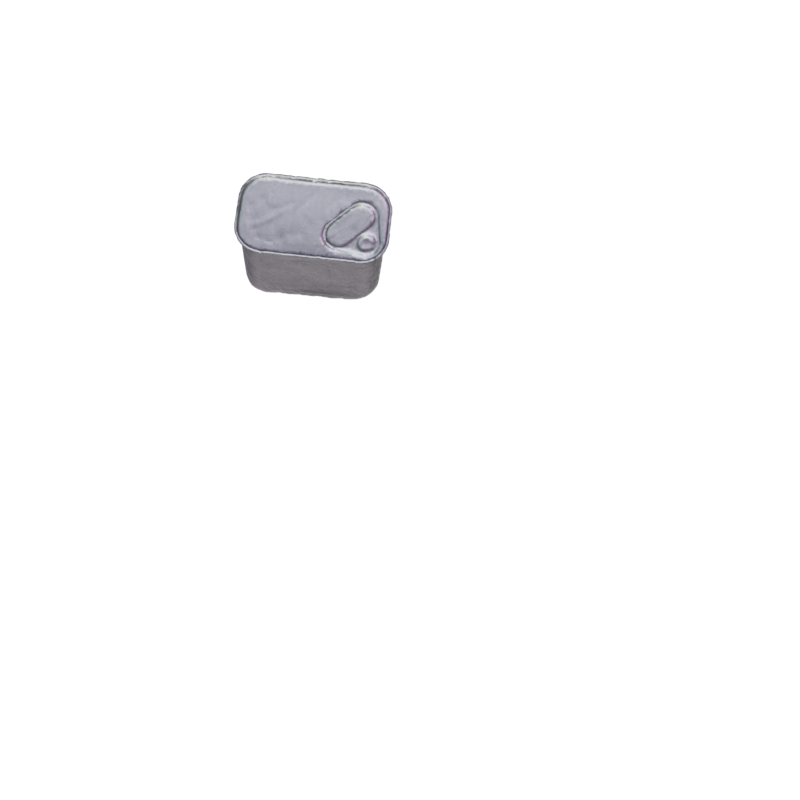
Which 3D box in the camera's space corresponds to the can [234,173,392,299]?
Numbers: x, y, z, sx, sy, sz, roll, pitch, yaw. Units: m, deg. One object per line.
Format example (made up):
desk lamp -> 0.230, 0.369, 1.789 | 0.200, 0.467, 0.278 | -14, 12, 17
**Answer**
can -> -0.059, -0.109, 0.761 | 0.102, 0.060, 0.080 | 6, -18, 0
